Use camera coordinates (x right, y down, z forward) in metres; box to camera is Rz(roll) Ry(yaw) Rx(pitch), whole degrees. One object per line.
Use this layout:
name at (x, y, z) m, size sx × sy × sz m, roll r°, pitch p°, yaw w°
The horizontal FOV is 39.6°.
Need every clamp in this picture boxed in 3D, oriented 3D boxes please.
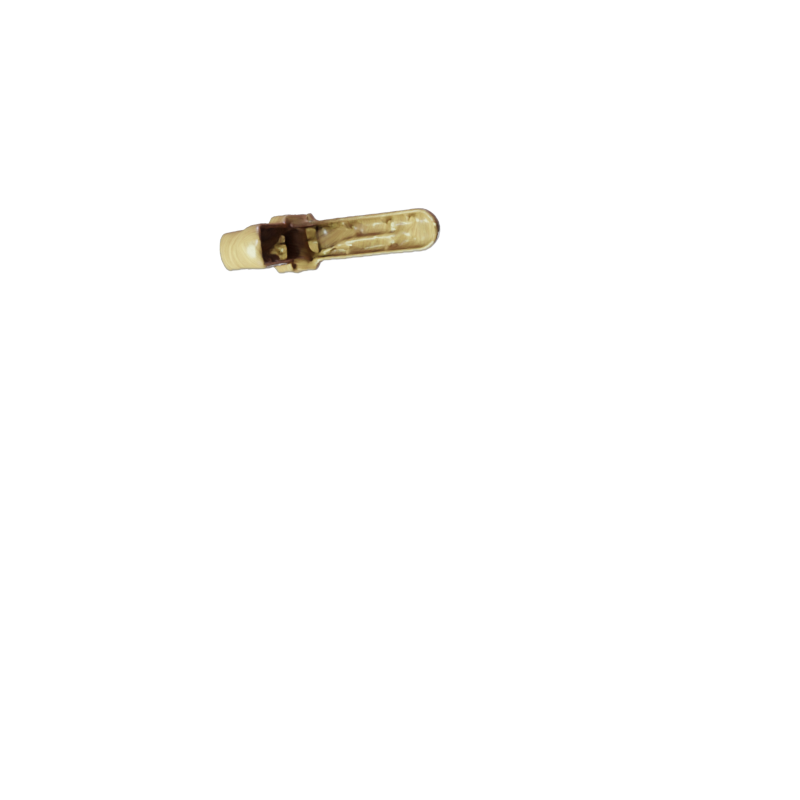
clamp at (-0.053, -0.097, 0.681) m, size 0.118 × 0.039 × 0.177 m, roll -2°, pitch 8°, yaw -17°
